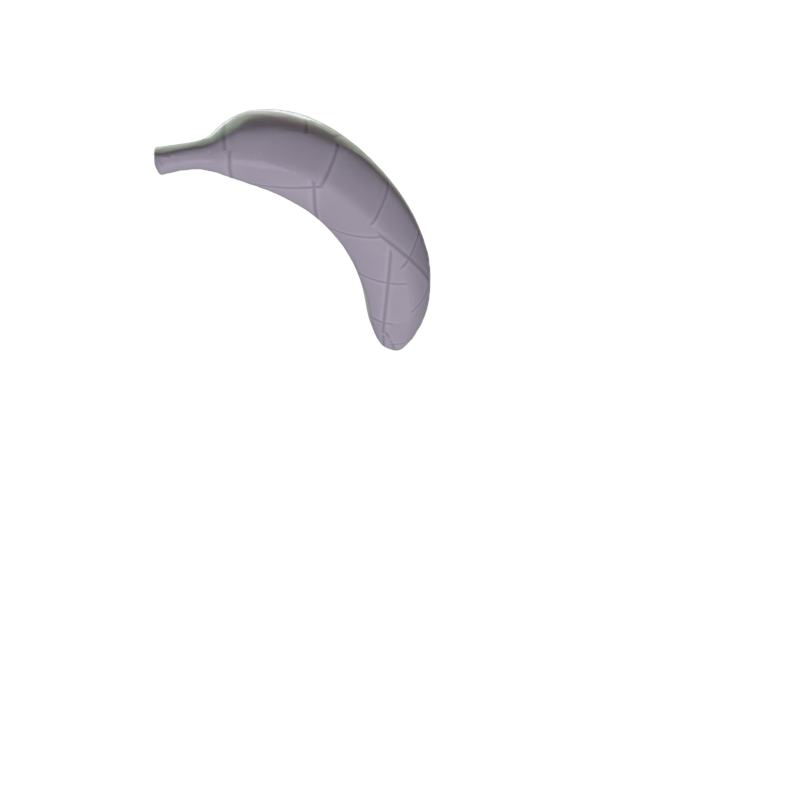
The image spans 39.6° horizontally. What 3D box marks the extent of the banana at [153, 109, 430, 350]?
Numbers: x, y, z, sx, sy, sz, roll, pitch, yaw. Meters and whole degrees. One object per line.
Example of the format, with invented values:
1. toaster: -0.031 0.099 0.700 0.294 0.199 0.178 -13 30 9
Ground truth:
1. banana: -0.029 -0.085 0.534 0.070 0.039 0.183 -21 -39 28
